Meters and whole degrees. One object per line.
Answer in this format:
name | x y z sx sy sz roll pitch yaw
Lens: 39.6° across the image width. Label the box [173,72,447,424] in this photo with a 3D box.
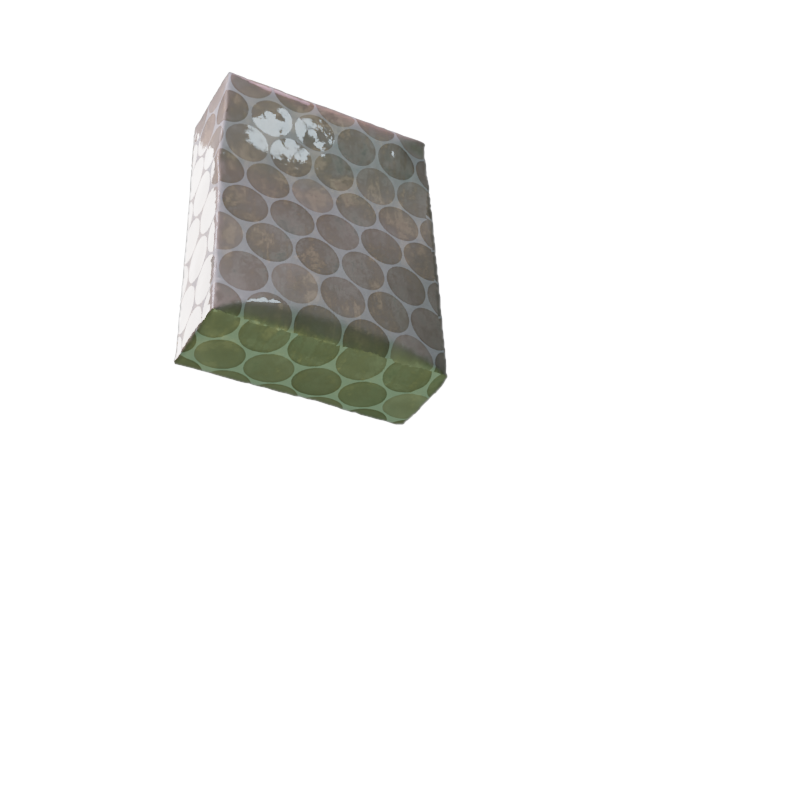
box | -0.058 -0.107 0.747 0.158 0.229 0.070 15 -41 -22
